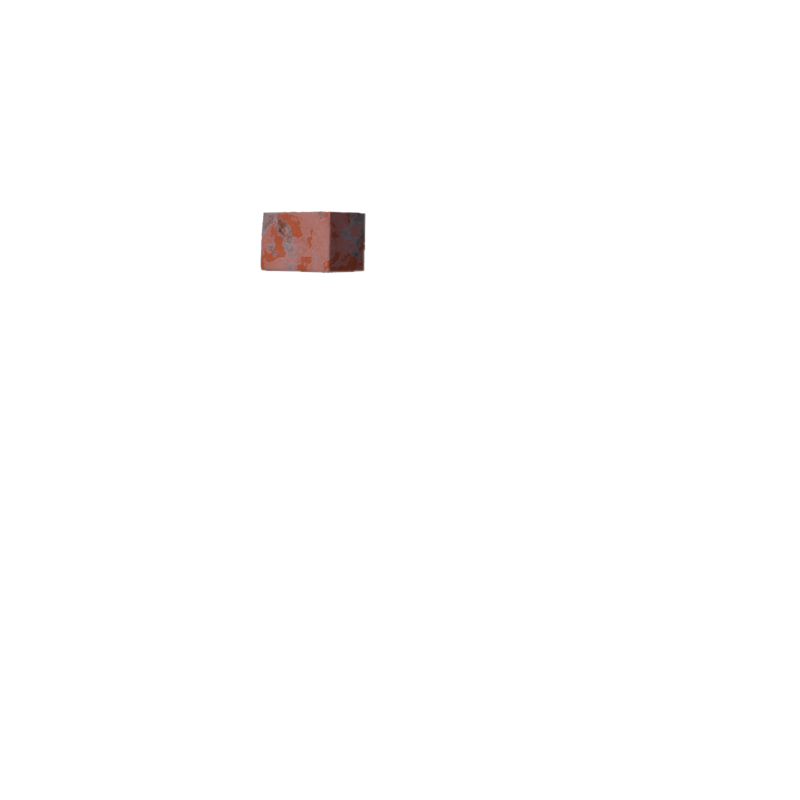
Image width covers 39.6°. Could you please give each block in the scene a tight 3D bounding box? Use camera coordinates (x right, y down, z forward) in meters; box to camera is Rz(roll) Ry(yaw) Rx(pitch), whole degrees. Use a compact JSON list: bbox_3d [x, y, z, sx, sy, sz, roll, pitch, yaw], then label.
[{"bbox_3d":[-0.075,-0.137,0.959,0.081,0.051,0.051,5,6,37],"label":"block"}]
